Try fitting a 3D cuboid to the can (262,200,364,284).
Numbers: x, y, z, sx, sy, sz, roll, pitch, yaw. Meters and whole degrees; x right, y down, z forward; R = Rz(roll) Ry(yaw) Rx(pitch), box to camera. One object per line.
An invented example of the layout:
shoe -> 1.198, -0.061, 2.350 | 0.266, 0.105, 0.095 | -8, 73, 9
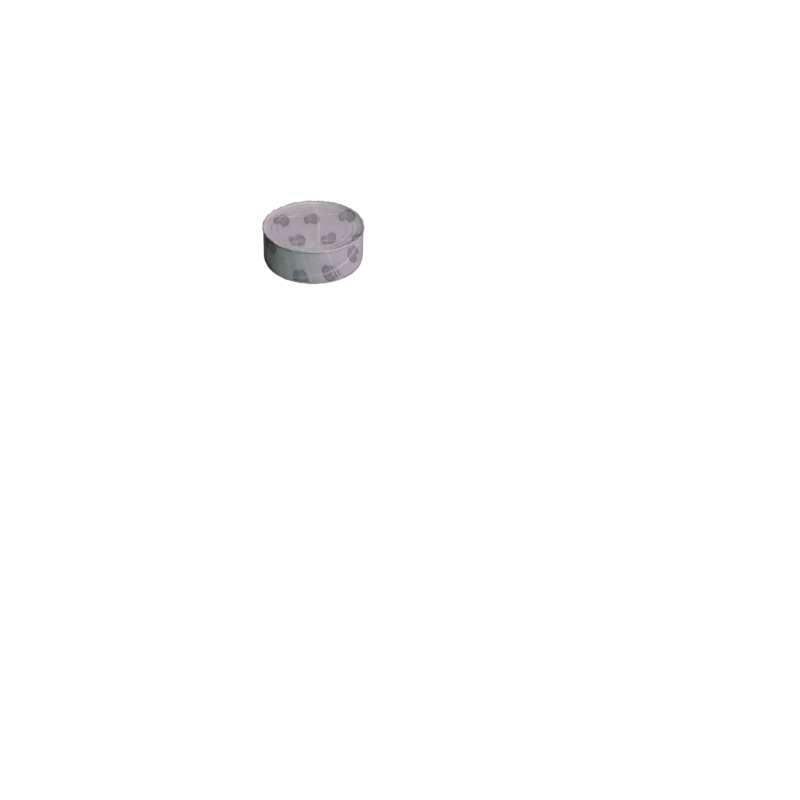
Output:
can -> -0.073, -0.134, 0.935 | 0.086, 0.031, 0.092 | -1, 36, -2
